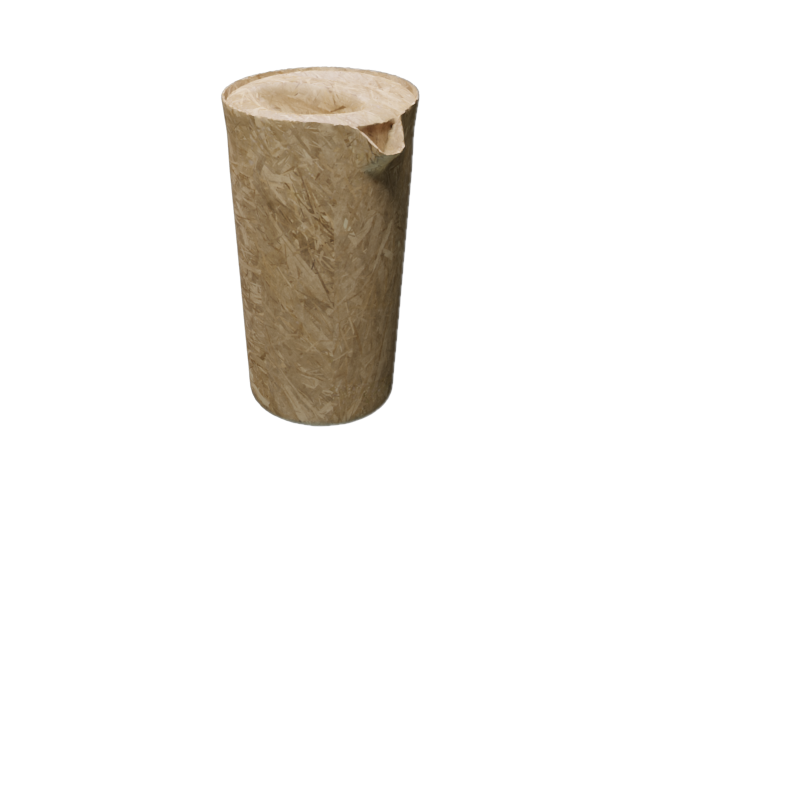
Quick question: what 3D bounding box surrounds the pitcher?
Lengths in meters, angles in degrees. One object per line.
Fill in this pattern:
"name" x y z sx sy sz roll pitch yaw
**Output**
"pitcher" -0.062 -0.114 0.798 0.147 0.230 0.156 5 27 7
